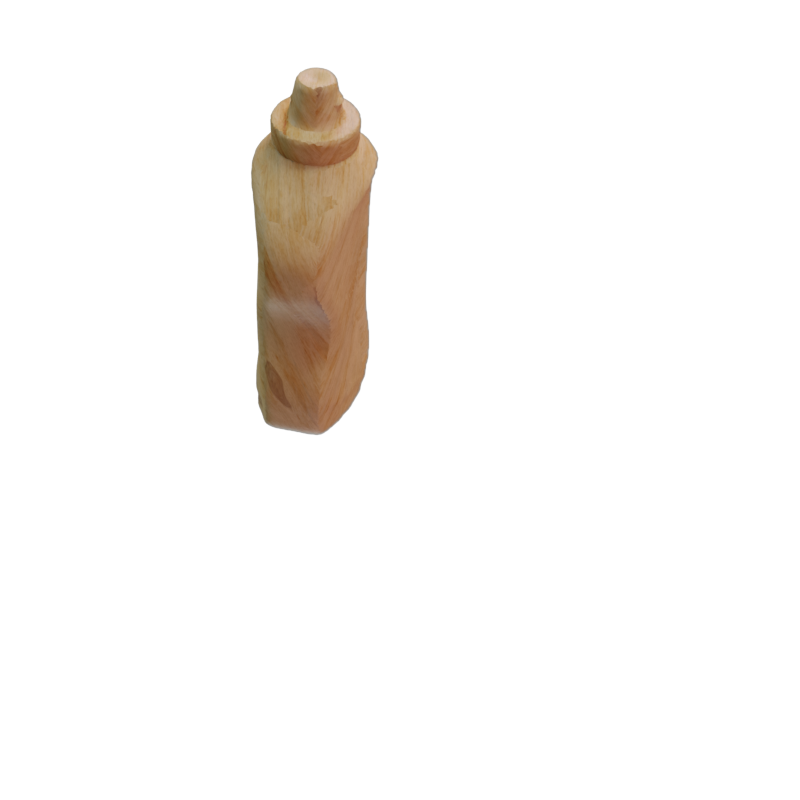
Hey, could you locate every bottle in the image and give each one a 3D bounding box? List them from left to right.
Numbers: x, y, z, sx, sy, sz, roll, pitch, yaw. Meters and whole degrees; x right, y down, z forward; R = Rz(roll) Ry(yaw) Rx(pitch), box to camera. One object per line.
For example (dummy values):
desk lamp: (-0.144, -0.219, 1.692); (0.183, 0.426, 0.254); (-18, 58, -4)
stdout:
bottle: (-0.042, -0.078, 0.546); (0.059, 0.179, 0.101); (11, 46, 7)
